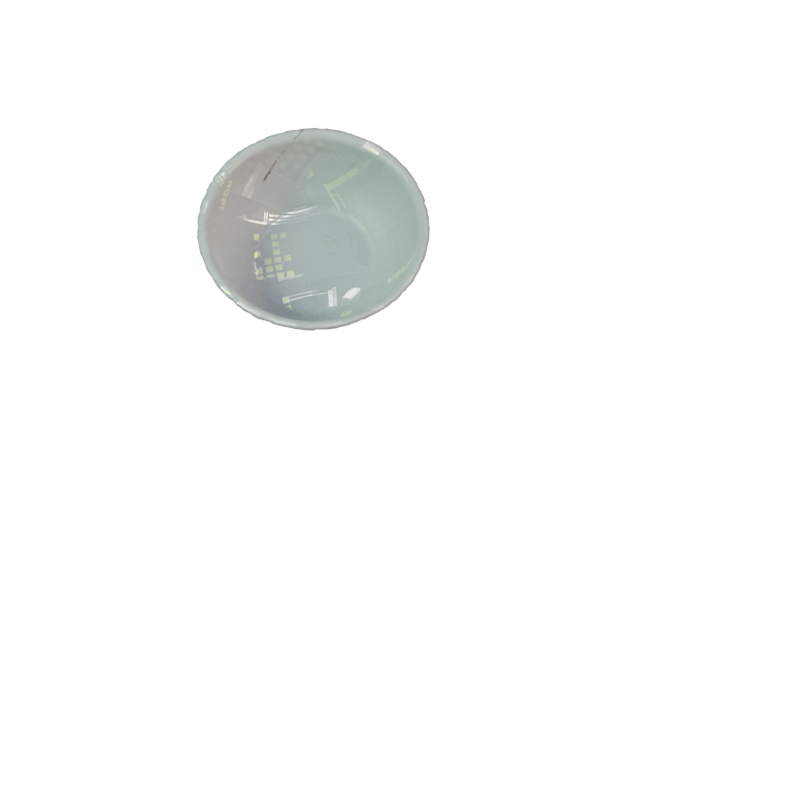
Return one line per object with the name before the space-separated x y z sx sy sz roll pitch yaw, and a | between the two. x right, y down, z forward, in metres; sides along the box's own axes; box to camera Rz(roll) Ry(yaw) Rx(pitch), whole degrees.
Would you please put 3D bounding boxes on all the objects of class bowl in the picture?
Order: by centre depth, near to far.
bowl | -0.062 -0.113 0.792 0.162 0.172 0.052 -1 -27 -1
